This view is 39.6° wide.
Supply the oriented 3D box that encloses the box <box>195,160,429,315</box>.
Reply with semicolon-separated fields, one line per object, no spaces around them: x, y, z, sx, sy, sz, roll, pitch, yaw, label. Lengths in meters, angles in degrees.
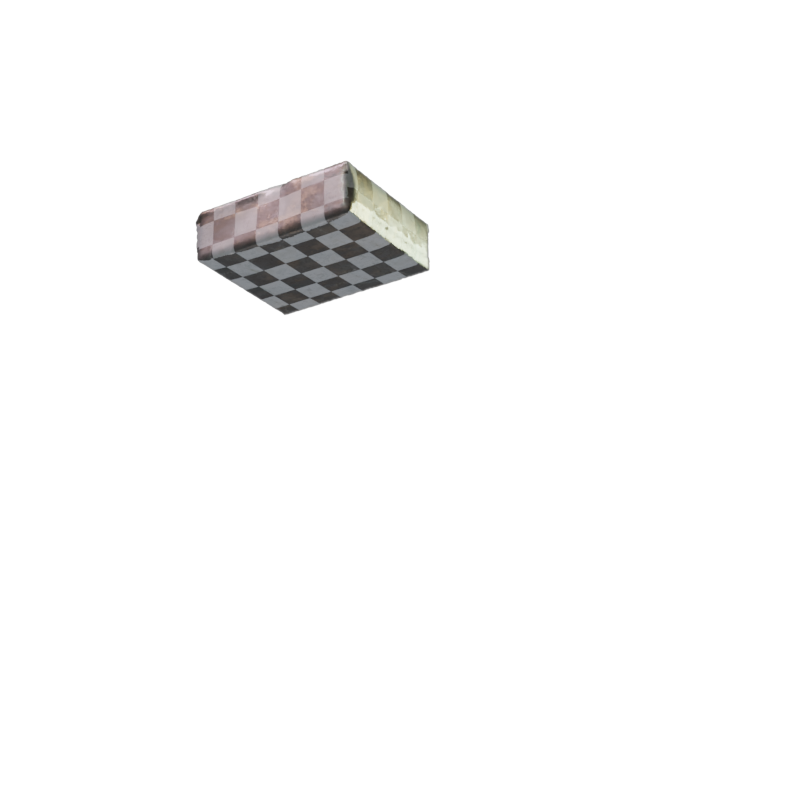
-0.042;-0.076;0.532;0.091;0.032;0.068;-14;-26;30;box
